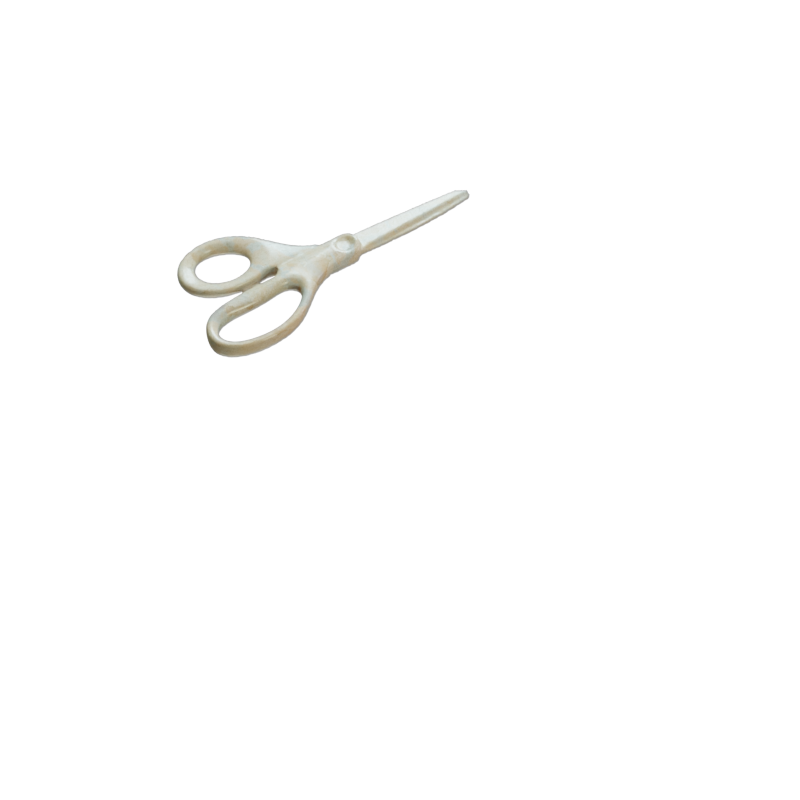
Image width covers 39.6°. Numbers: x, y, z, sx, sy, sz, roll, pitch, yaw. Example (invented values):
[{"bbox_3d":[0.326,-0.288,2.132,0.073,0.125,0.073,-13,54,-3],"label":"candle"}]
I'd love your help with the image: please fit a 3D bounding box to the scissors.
[{"bbox_3d":[-0.054,-0.099,0.695,0.102,0.015,0.205,32,56,24],"label":"scissors"}]
